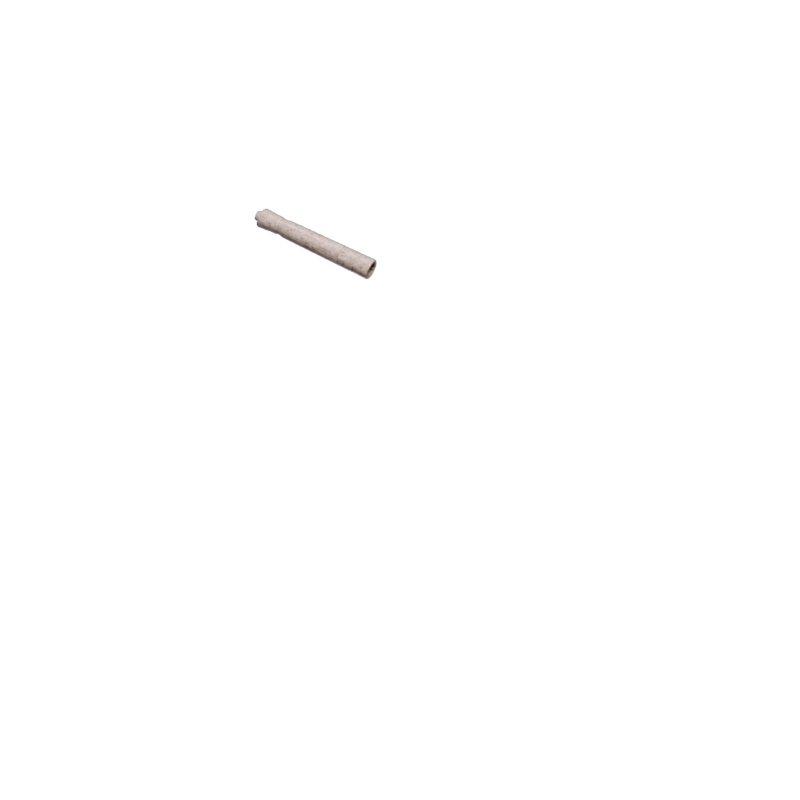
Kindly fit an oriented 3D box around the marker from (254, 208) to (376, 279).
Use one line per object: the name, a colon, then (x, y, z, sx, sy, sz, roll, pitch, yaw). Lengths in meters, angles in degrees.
marker: (-0.077, -0.141, 0.988, 0.126, 0.019, 0.019, 28, 13, 20)
